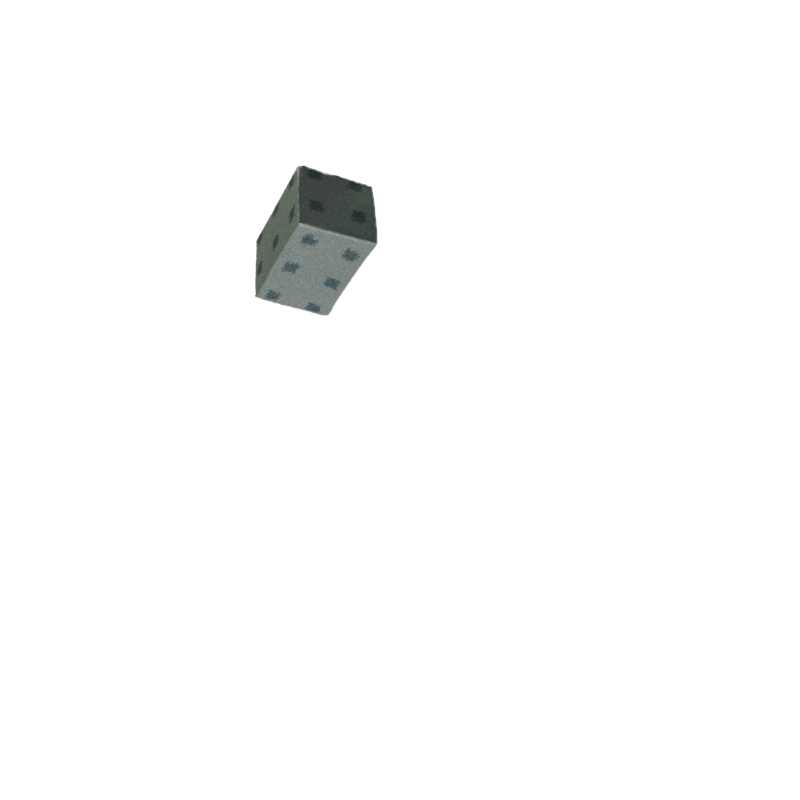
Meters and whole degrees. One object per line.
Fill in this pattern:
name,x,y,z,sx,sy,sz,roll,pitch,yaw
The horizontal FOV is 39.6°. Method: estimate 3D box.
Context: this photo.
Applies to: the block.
block,-0.055,-0.100,0.698,0.051,0.055,0.075,16,-41,-21
